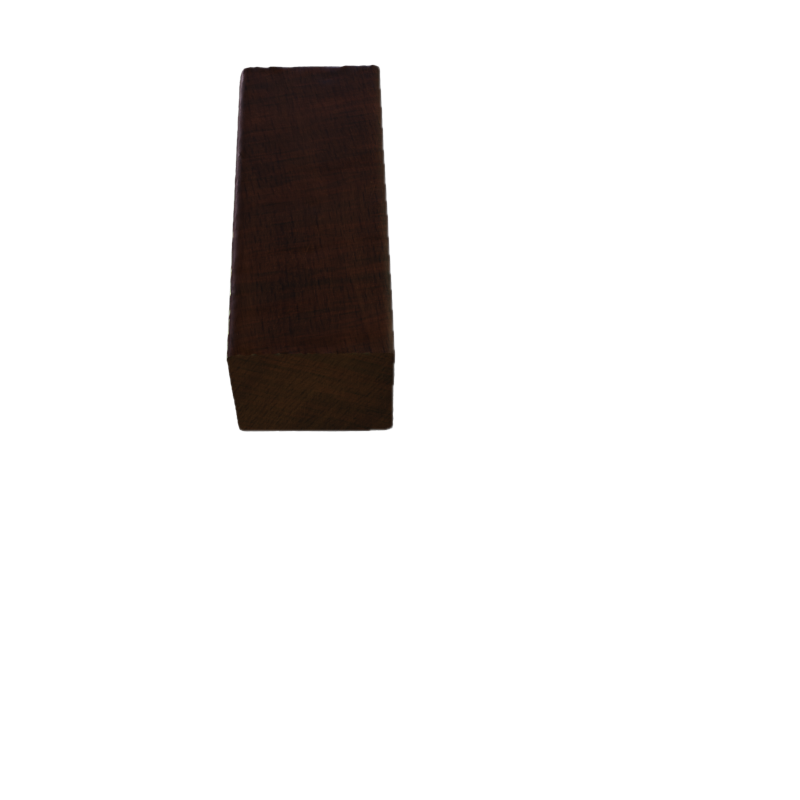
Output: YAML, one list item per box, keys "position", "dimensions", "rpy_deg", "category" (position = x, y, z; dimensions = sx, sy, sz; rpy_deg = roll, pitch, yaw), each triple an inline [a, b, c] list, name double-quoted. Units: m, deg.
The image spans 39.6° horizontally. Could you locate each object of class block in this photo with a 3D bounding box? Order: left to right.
- position: [-0.052, -0.094, 0.662]
  dimensions: [0.090, 0.220, 0.085]
  rpy_deg: [-2, -33, -1]
  category: "block"
